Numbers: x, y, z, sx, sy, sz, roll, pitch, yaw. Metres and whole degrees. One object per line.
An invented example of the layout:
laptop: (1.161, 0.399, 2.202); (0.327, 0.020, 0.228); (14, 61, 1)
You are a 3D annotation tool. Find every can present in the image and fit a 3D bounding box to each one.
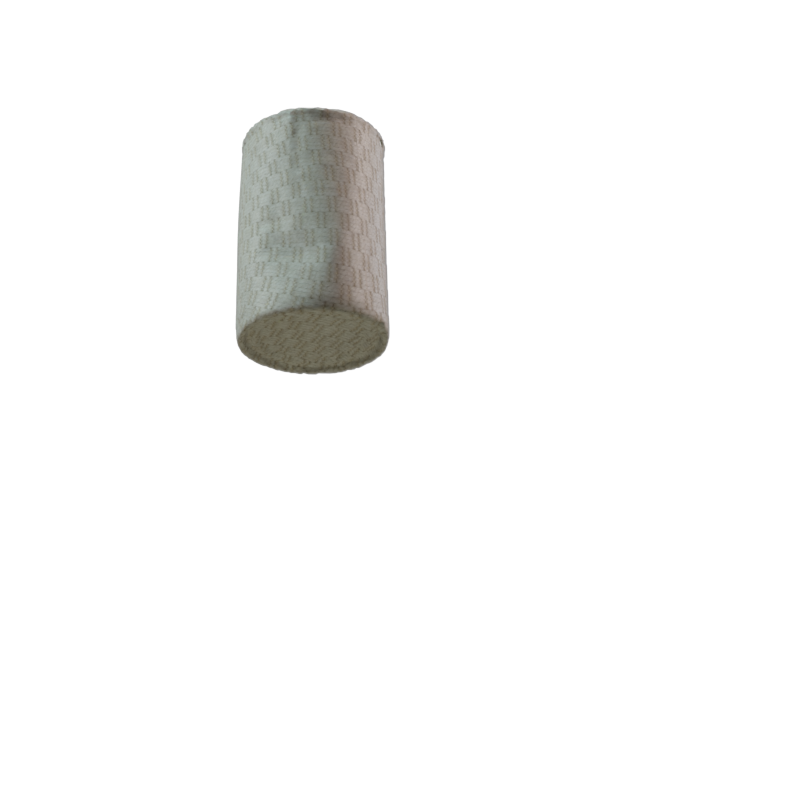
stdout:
can: (-0.039, -0.071, 0.499); (0.068, 0.109, 0.065); (0, -27, -2)
